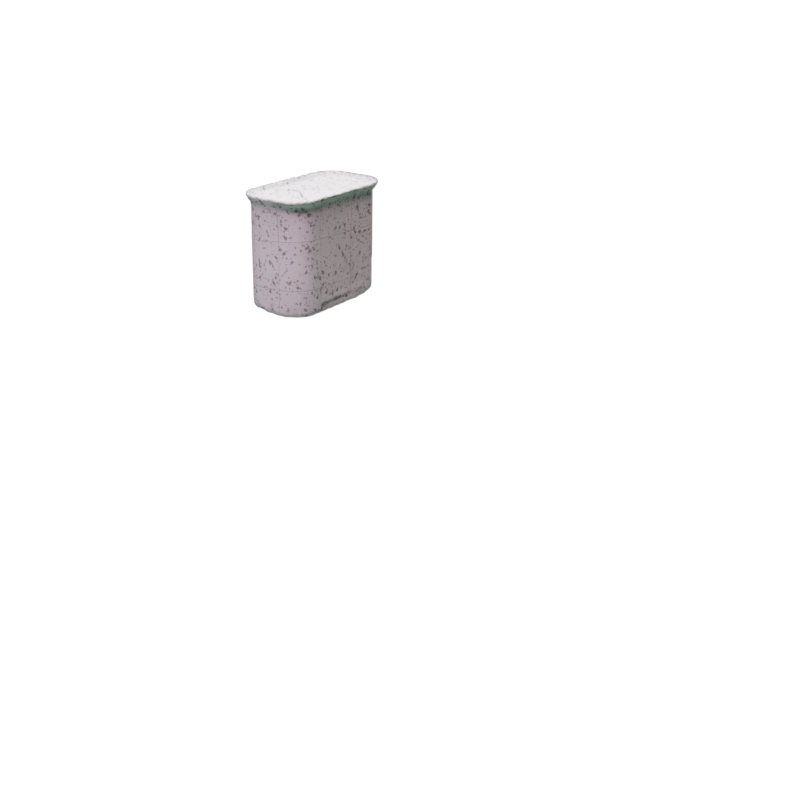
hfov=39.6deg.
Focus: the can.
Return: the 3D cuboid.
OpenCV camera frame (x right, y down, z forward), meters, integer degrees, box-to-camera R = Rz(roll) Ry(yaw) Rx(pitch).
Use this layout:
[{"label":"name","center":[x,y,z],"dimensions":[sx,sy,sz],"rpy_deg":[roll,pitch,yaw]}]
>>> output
[{"label":"can","center":[-0.062,-0.113,0.792],"dimensions":[0.060,0.080,0.101],"rpy_deg":[13,24,33]}]
